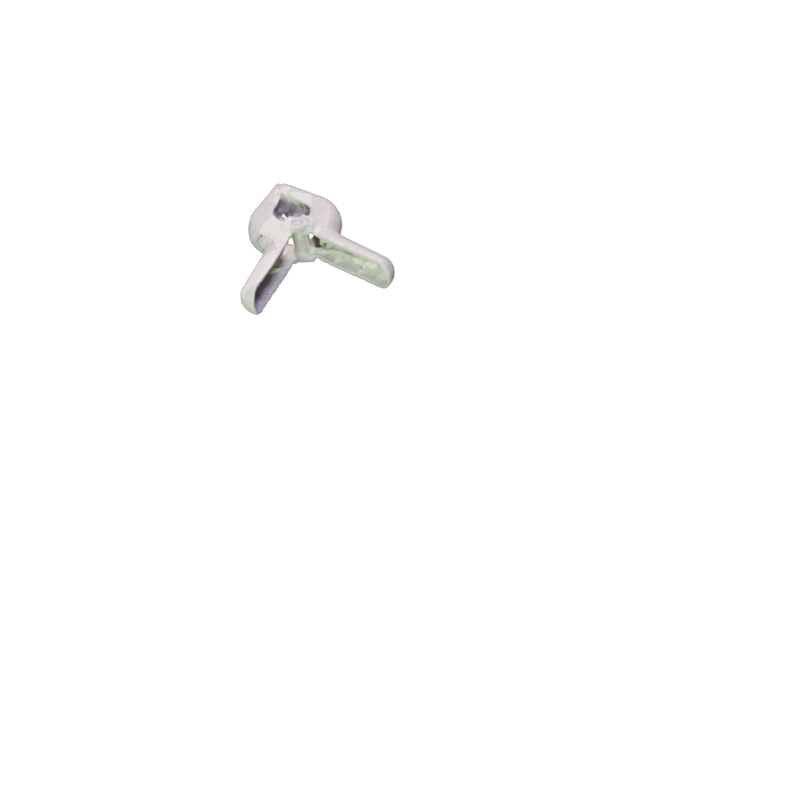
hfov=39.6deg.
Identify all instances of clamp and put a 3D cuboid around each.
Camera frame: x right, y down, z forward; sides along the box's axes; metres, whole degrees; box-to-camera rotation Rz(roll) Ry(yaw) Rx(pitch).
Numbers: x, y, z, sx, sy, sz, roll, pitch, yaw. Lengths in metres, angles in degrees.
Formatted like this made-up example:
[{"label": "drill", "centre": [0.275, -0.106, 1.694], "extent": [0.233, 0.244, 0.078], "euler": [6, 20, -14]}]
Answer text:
[{"label": "clamp", "centre": [-0.071, -0.130, 0.913], "extent": [0.119, 0.037, 0.184], "euler": [-3, 39, -5]}]
